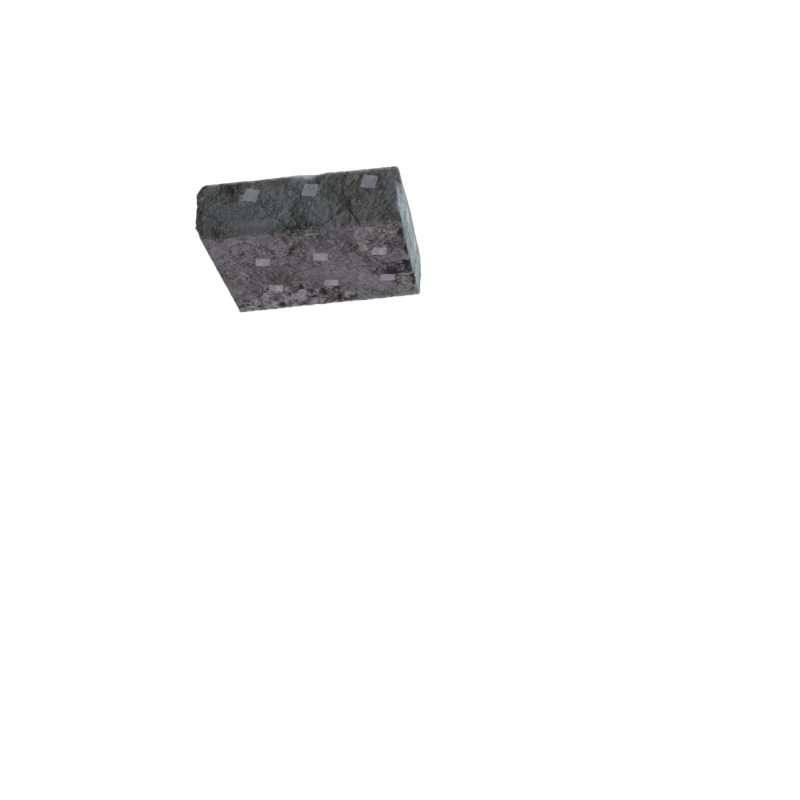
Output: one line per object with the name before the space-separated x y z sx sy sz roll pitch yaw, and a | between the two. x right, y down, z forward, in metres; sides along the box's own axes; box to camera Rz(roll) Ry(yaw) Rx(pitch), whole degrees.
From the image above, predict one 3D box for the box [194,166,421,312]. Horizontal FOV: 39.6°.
box | -0.039 -0.071 0.495 0.090 0.032 0.068 -4 -23 9
